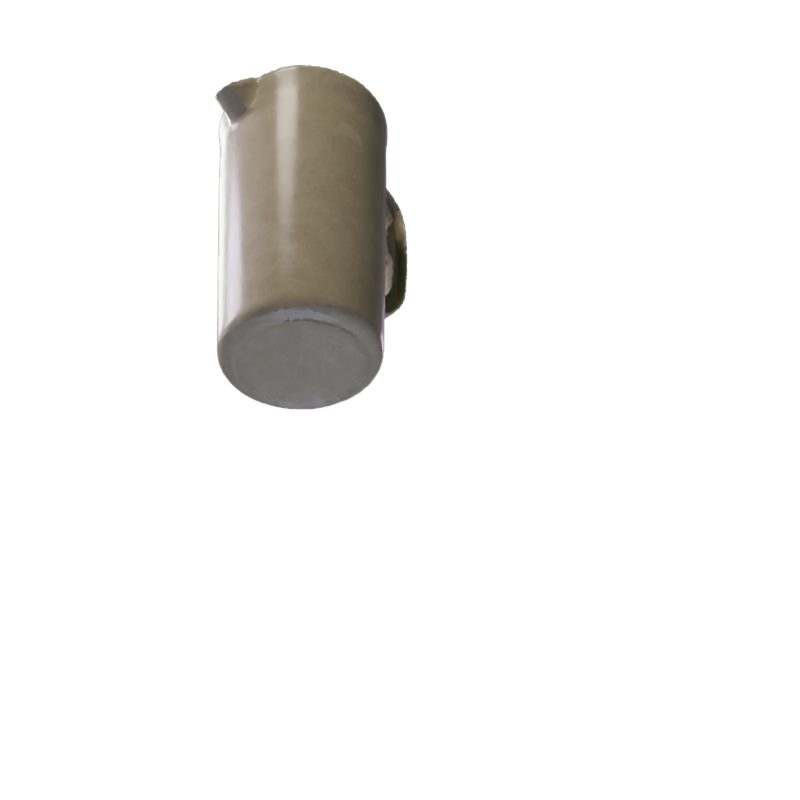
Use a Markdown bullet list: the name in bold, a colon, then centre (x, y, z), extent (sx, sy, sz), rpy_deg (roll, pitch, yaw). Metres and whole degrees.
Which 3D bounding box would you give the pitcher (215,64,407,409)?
- **pitcher**: centre (-0.062, -0.114, 0.797), extent (0.149, 0.261, 0.135), rpy_deg (0, -41, -3)
